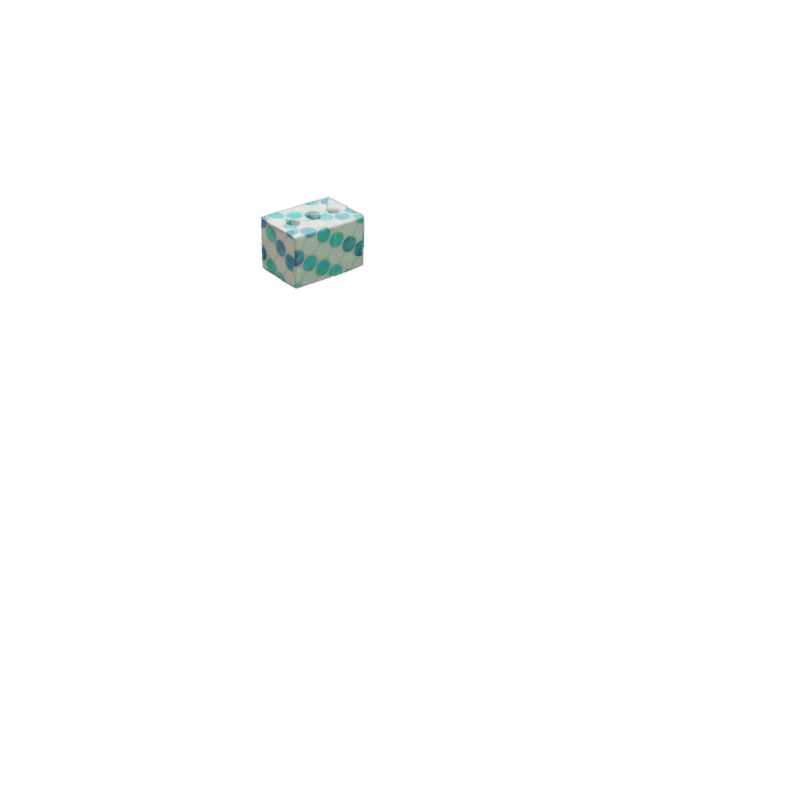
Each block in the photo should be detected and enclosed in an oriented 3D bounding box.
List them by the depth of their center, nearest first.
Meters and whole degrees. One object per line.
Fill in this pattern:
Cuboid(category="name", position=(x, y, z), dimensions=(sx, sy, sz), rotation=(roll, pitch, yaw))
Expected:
Cuboid(category="block", position=(-0.076, -0.139, 0.977), dimensions=(0.077, 0.048, 0.056), rotation=(-22, 37, -33))
